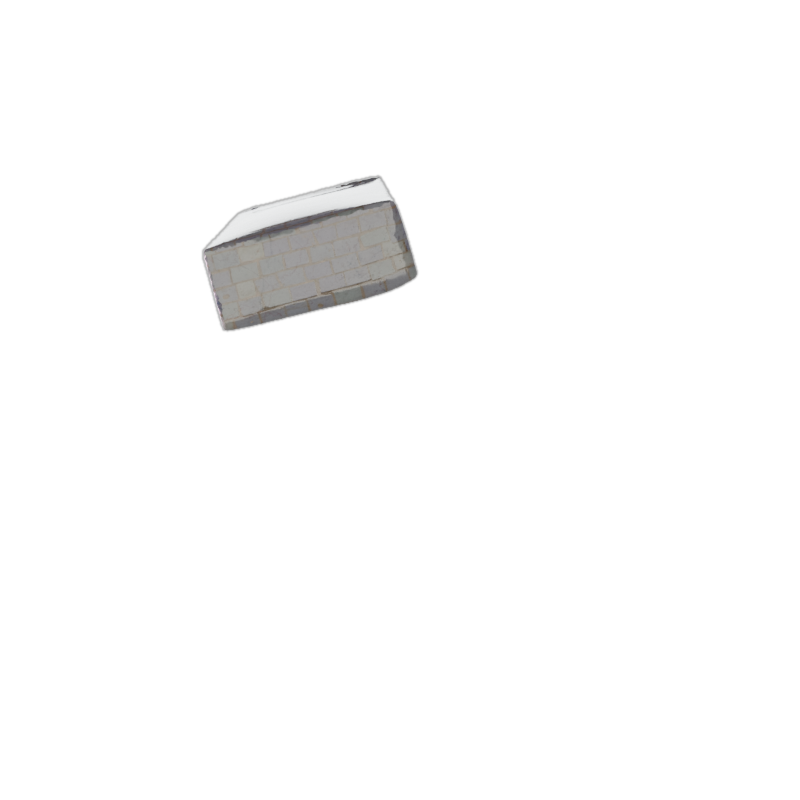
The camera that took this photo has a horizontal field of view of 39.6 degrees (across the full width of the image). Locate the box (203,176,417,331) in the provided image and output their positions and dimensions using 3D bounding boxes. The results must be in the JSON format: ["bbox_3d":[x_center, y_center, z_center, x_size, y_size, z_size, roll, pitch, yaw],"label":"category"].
[{"bbox_3d":[-0.046,-0.084,0.585,0.093,0.046,0.182,-14,17,0],"label":"box"}]
